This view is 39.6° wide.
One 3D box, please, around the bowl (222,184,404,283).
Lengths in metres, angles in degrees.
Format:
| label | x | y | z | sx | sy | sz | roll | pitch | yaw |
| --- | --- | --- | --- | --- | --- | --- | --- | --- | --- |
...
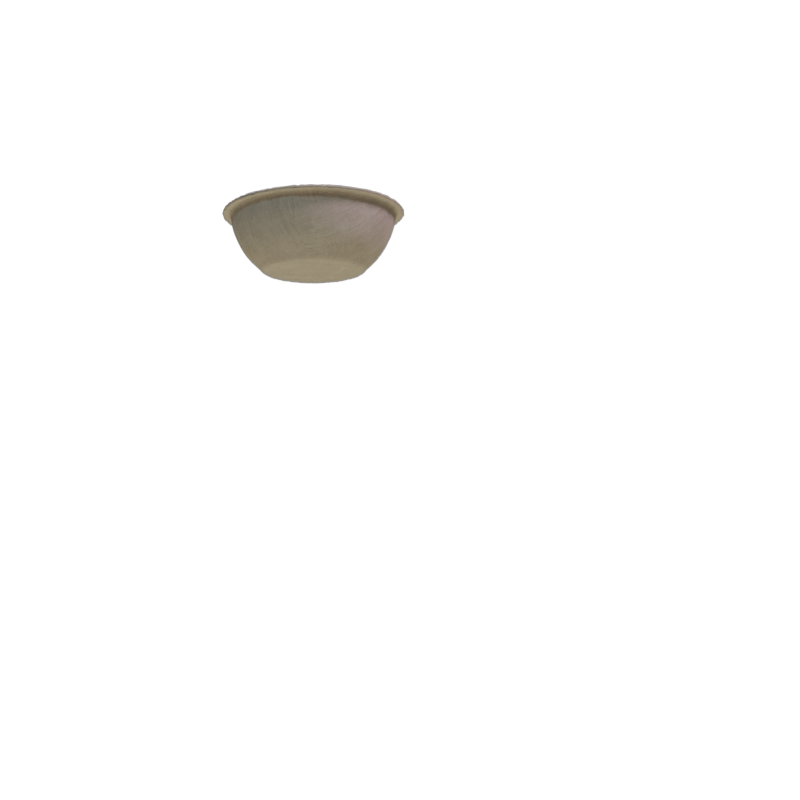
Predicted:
| label | x | y | z | sx | sy | sz | roll | pitch | yaw |
| --- | --- | --- | --- | --- | --- | --- | --- | --- | --- |
| bowl | -0.077 | -0.140 | 0.982 | 0.162 | 0.057 | 0.158 | 0 | -9 | -2 |
